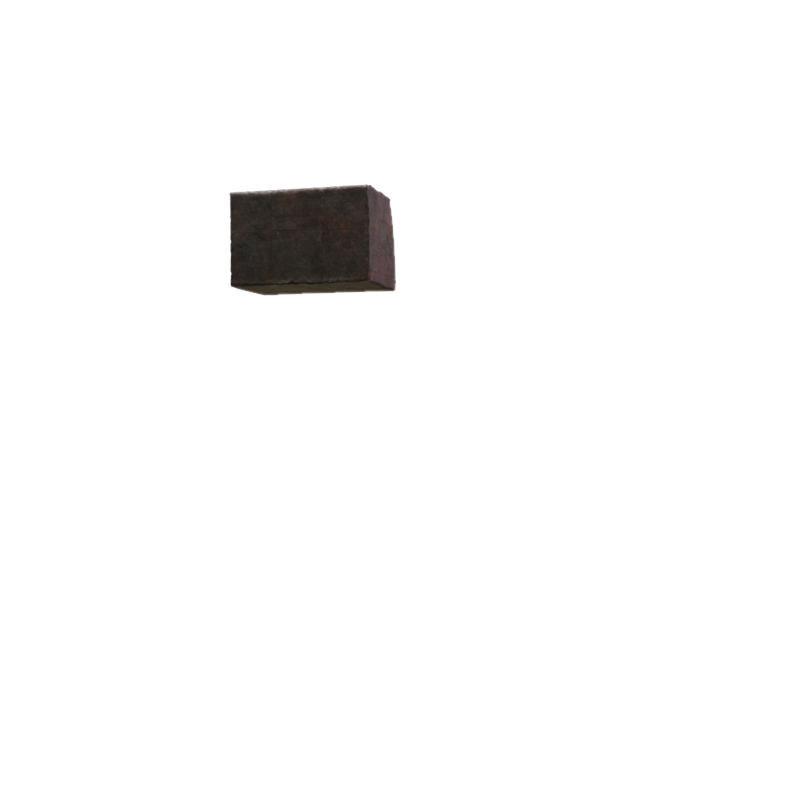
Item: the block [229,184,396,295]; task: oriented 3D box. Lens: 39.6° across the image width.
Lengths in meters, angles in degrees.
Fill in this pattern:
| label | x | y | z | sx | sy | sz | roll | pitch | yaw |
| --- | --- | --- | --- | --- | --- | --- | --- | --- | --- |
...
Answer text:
| label | x | y | z | sx | sy | sz | roll | pitch | yaw |
| --- | --- | --- | --- | --- | --- | --- | --- | --- | --- |
| block | -0.046 | -0.084 | 0.588 | 0.079 | 0.052 | 0.051 | -1 | -4 | 15 |
